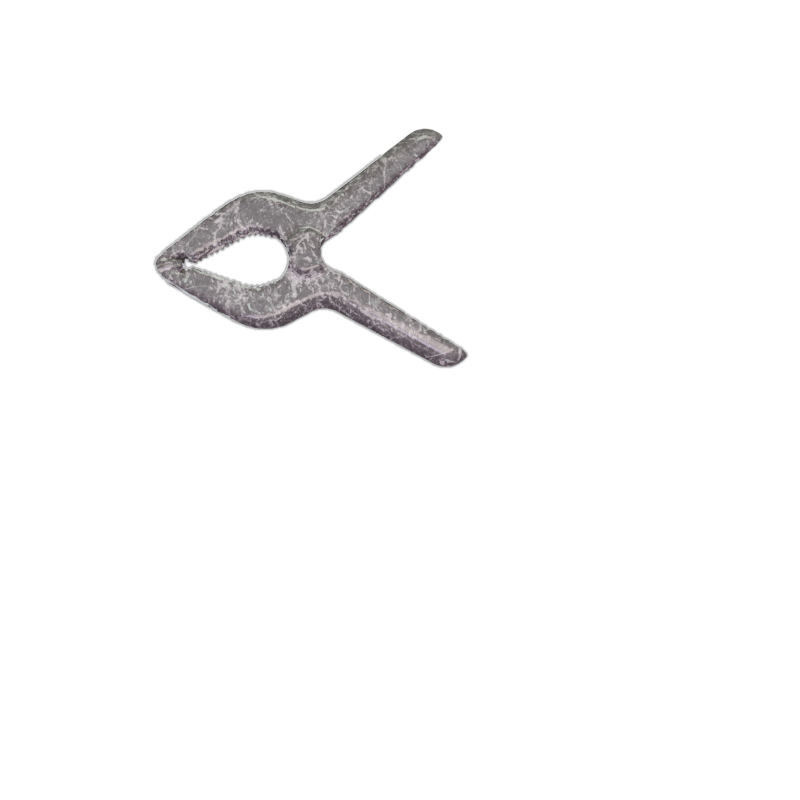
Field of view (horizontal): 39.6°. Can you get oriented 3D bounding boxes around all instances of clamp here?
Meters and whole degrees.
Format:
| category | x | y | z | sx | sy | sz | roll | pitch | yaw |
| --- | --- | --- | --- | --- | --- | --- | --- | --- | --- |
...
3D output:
| category | x | y | z | sx | sy | sz | roll | pitch | yaw |
| --- | --- | --- | --- | --- | --- | --- | --- | --- | --- |
| clamp | -0.059 | -0.108 | 0.755 | 0.210 | 0.170 | 0.035 | 2 | -13 | 0 |
